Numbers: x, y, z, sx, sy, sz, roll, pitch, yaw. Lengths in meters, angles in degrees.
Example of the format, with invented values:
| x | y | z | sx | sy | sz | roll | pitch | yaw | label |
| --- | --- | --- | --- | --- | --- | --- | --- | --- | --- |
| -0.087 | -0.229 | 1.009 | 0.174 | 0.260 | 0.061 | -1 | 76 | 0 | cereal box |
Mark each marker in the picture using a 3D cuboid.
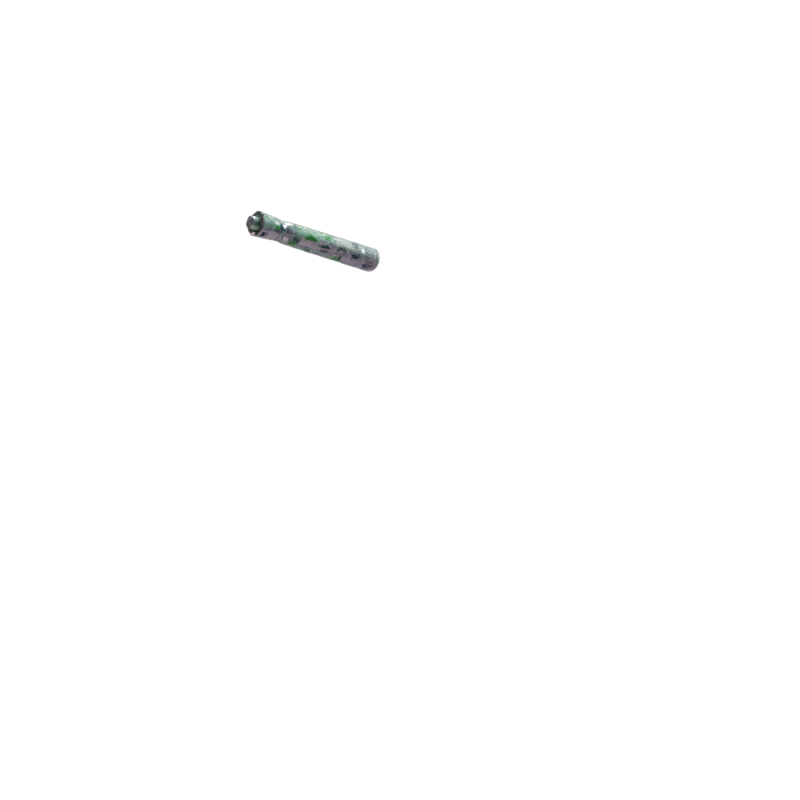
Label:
| x | y | z | sx | sy | sz | roll | pitch | yaw | label |
| --- | --- | --- | --- | --- | --- | --- | --- | --- | --- |
| -0.064 | -0.117 | 0.822 | 0.114 | 0.020 | 0.021 | 12 | -5 | -40 | marker |
